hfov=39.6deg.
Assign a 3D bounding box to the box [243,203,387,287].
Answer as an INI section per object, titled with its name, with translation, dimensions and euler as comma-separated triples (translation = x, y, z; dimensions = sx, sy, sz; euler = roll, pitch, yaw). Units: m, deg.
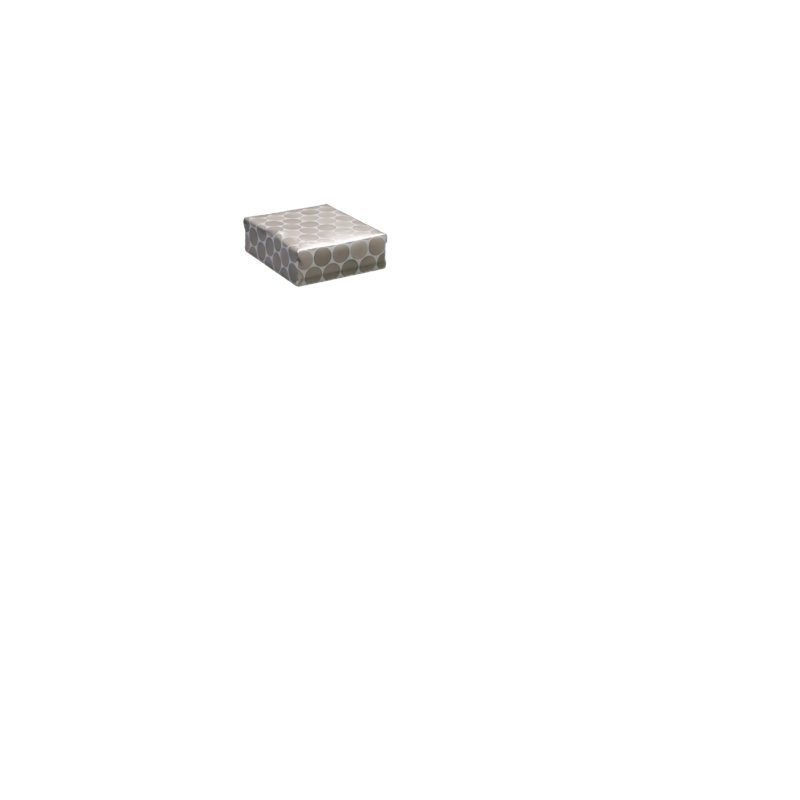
[box]
translation = -0.063, -0.115, 0.808
dimensions = 0.072, 0.029, 0.096
euler = -14, 29, -27
